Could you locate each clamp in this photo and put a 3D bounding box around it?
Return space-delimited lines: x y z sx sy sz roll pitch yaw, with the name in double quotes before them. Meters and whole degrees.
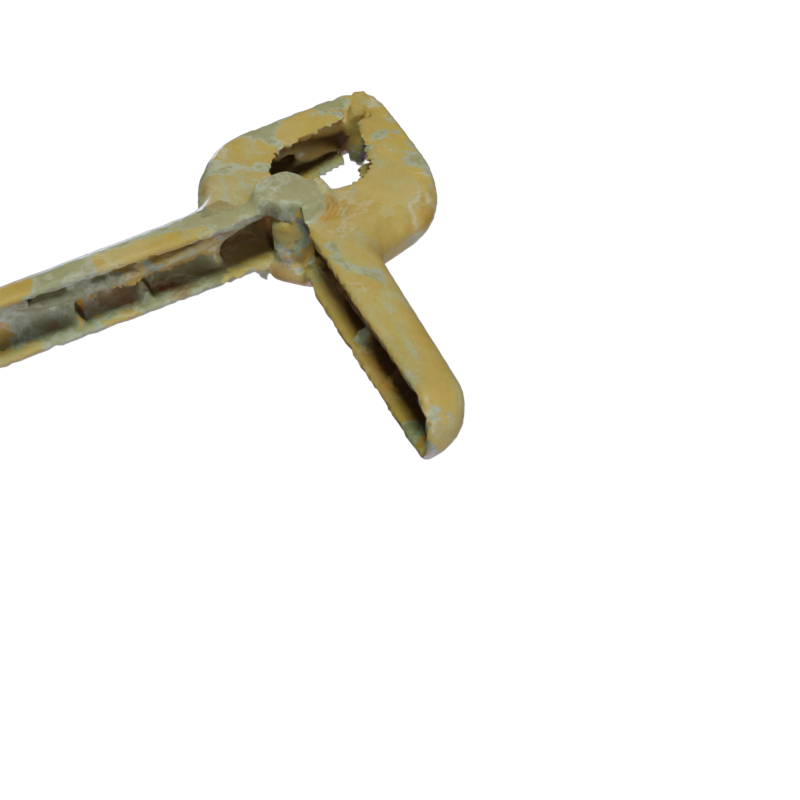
"clamp" -0.032 -0.058 0.409 0.170 0.034 0.217 14 39 18
